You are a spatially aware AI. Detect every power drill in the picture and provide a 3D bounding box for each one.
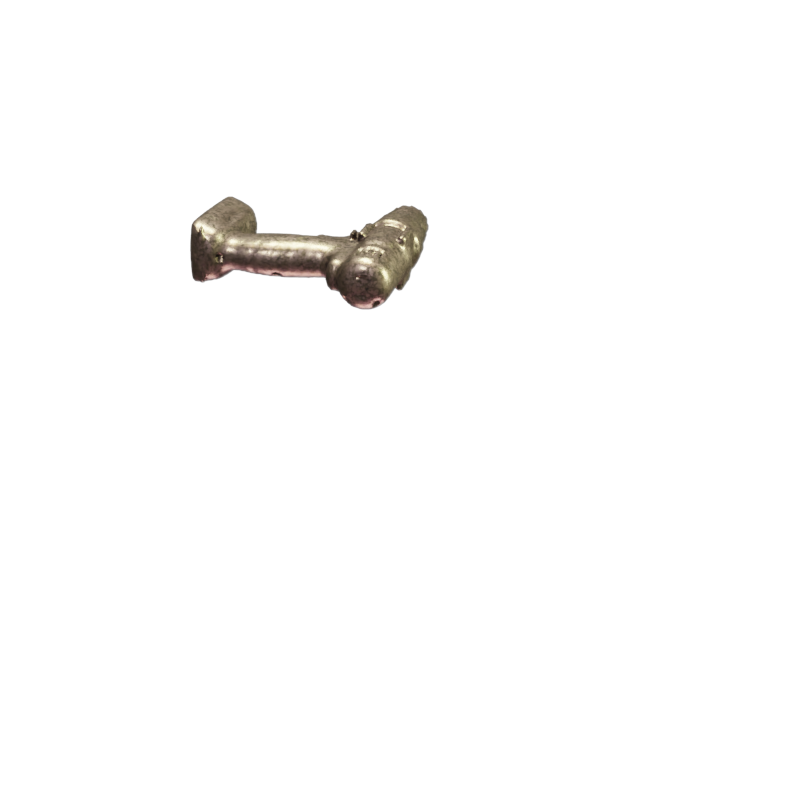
[{"bbox_3d":[-0.076,-0.138,0.970,0.192,0.055,0.189,6,24,14],"label":"power drill"}]
